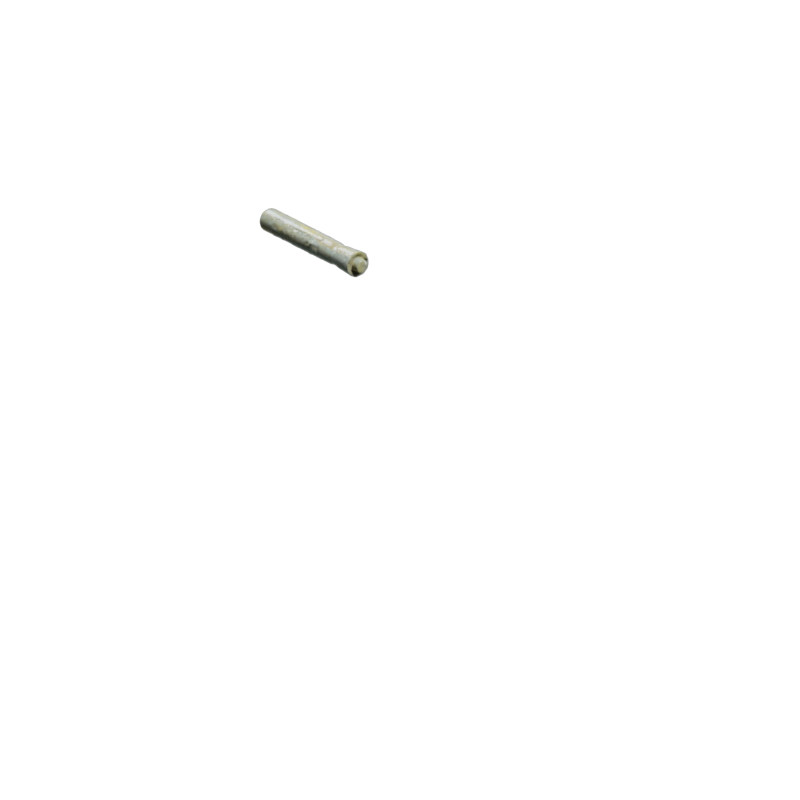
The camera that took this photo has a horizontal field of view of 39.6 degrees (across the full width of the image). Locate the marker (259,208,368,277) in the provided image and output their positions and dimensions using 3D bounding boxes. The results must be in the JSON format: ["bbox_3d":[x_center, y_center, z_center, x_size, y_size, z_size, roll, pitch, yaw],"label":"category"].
[{"bbox_3d":[-0.063,-0.115,0.808,0.019,0.019,0.129,-3,24,-38],"label":"marker"}]
